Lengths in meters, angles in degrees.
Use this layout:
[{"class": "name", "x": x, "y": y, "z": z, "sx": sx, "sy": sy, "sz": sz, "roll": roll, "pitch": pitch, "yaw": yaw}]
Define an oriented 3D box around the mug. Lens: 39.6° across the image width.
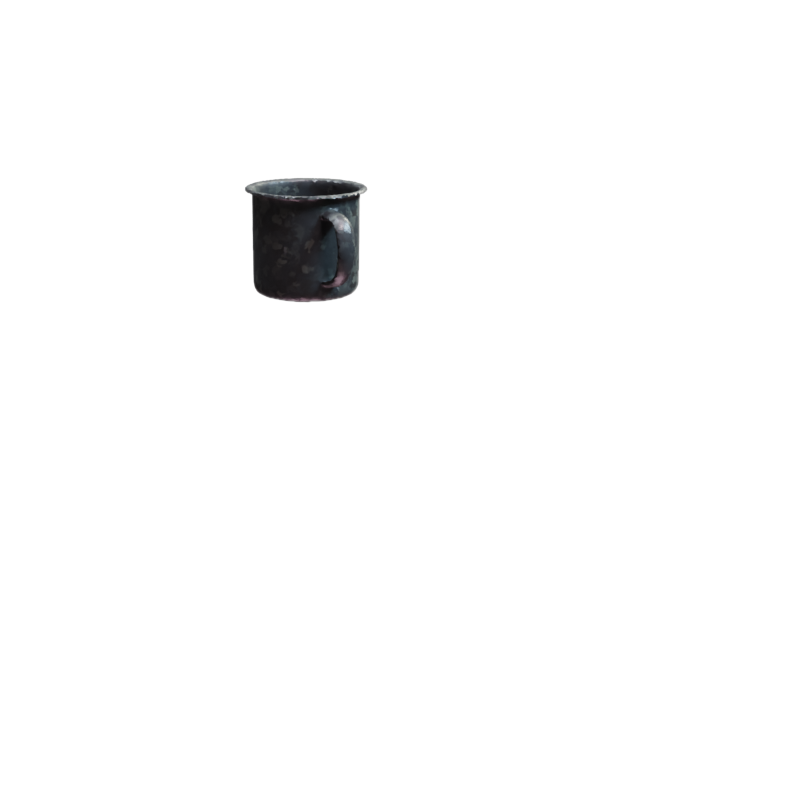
[{"class": "mug", "x": -0.066, "y": -0.120, "z": 0.839, "sx": 0.091, "sy": 0.079, "sz": 0.124, "roll": -9, "pitch": 19, "yaw": -29}]
